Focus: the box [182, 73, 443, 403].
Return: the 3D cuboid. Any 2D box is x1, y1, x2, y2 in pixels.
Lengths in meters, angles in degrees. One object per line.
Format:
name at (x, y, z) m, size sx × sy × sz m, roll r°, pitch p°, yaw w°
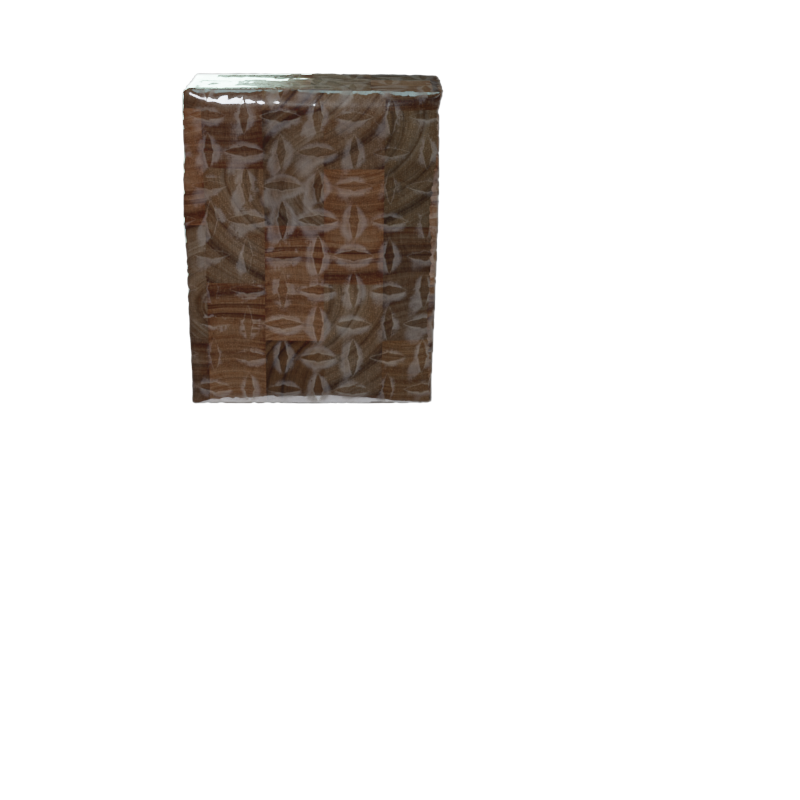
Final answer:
box at (-0.057, -0.105, 0.734) m, size 0.164 × 0.205 × 0.075 m, roll 1°, pitch 19°, yaw 1°
